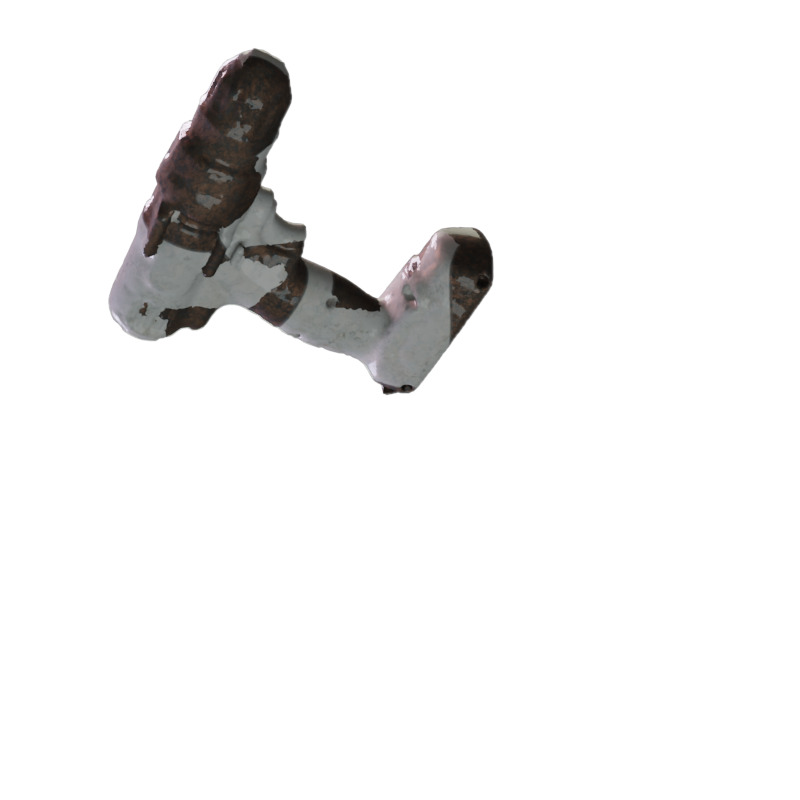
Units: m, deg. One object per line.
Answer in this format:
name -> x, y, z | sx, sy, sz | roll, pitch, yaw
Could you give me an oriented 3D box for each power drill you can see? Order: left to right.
power drill -> -0.047, -0.086, 0.605 | 0.181, 0.178, 0.061 | 21, 37, -17
